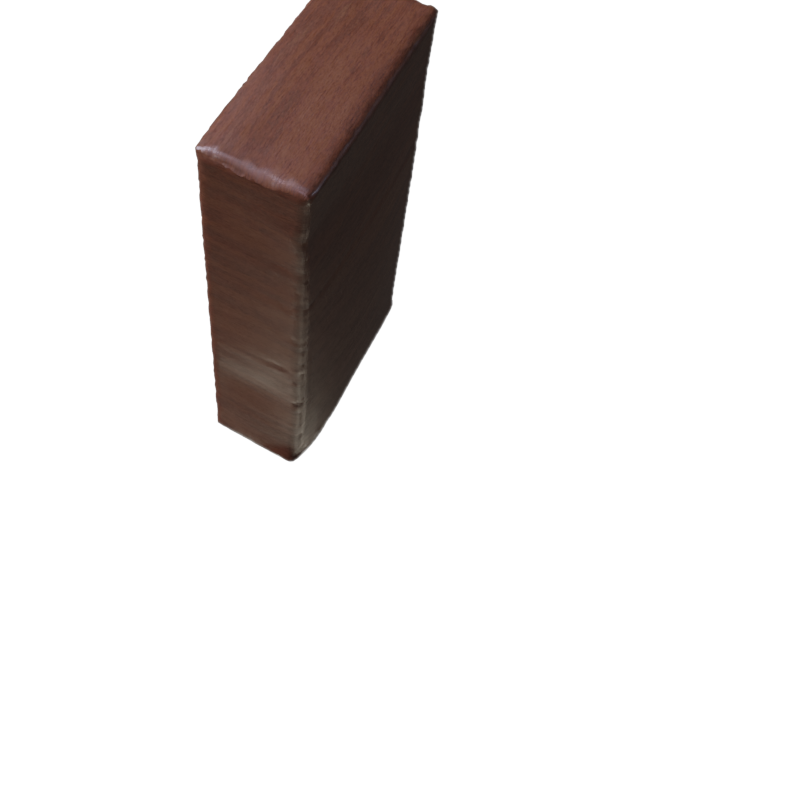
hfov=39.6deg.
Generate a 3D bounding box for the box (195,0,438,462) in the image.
[{"bbox_3d":[-0.032,-0.059,0.408,0.049,0.097,0.165,23,-31,11],"label":"box"}]
